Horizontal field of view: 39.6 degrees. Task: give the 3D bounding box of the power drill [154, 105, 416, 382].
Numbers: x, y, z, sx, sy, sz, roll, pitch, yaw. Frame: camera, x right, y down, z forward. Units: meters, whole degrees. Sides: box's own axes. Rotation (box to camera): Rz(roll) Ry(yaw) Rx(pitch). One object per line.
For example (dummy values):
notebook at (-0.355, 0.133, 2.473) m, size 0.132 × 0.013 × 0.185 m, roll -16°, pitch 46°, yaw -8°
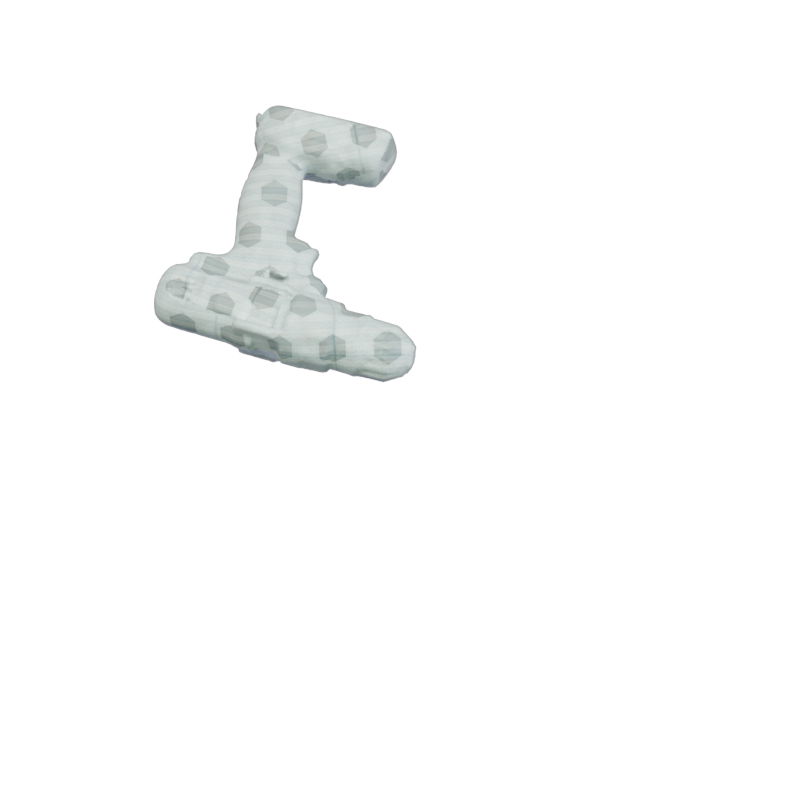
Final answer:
power drill at (-0.062, -0.113, 0.789) m, size 0.187 × 0.196 × 0.054 m, roll 15°, pitch -27°, yaw 7°
